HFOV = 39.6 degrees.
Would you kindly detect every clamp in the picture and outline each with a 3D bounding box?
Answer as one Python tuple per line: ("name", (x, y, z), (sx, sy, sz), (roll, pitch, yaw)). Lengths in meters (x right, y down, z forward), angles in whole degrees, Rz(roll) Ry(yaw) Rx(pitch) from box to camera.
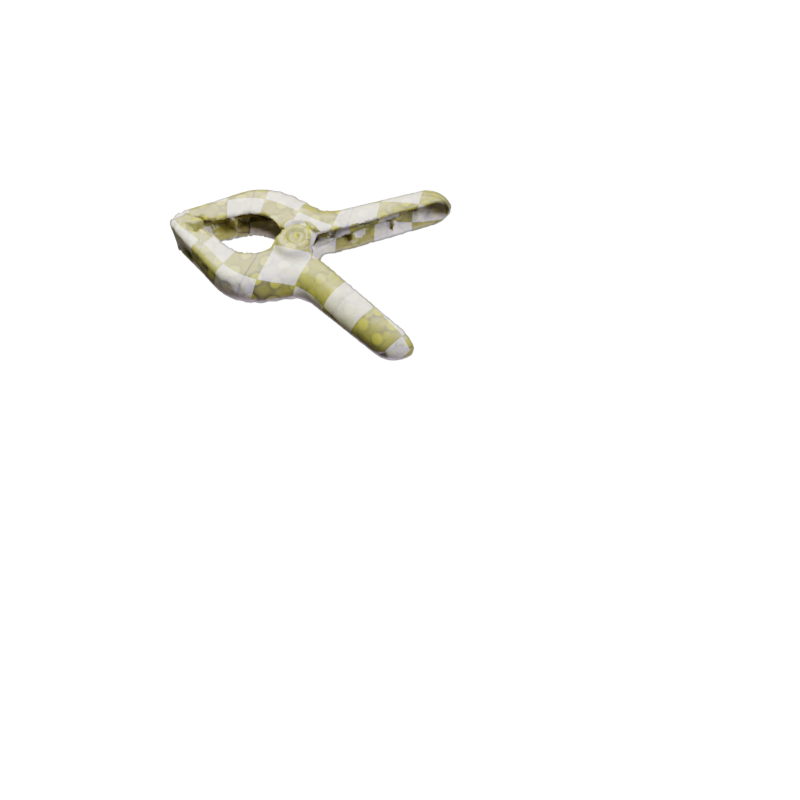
("clamp", (-0.054, -0.098, 0.683), (0.177, 0.125, 0.036), (19, -36, 15))
